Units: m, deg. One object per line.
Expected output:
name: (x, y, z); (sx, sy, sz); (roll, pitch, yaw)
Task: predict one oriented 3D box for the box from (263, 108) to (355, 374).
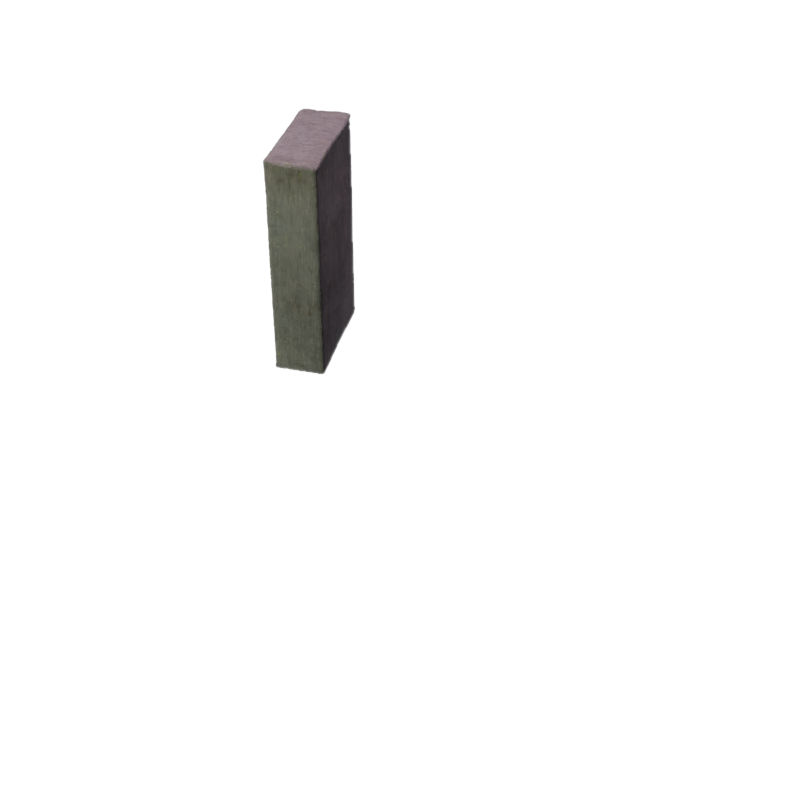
box: (-0.065, -0.118, 0.828); (0.049, 0.165, 0.098); (9, 36, 9)
